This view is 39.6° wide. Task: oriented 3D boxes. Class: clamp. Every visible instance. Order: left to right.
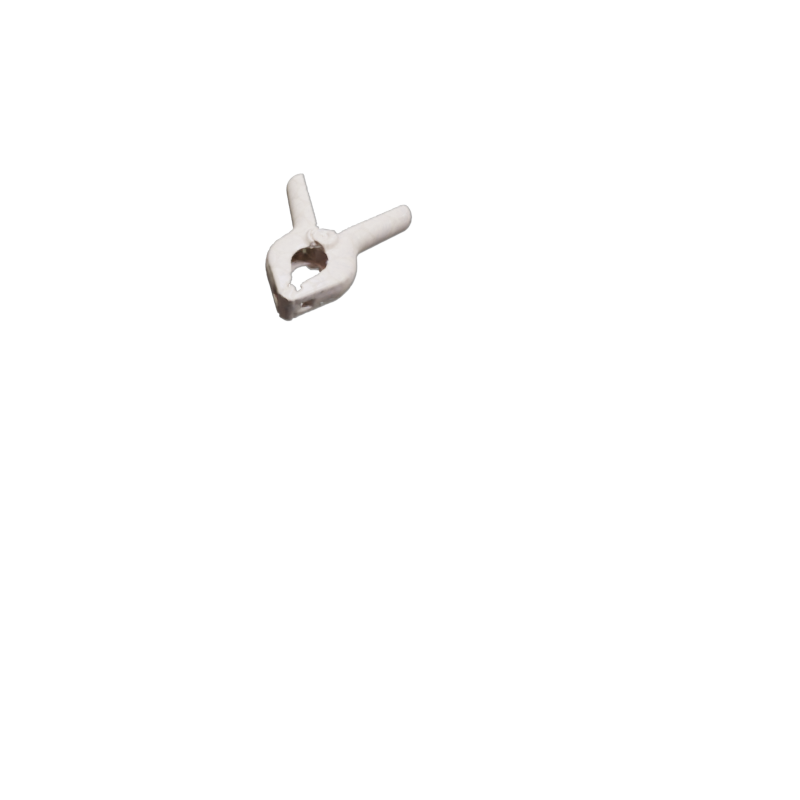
[{"bbox_3d":[-0.077,-0.140,0.980,0.125,0.037,0.176,19,45,20],"label":"clamp"}]
